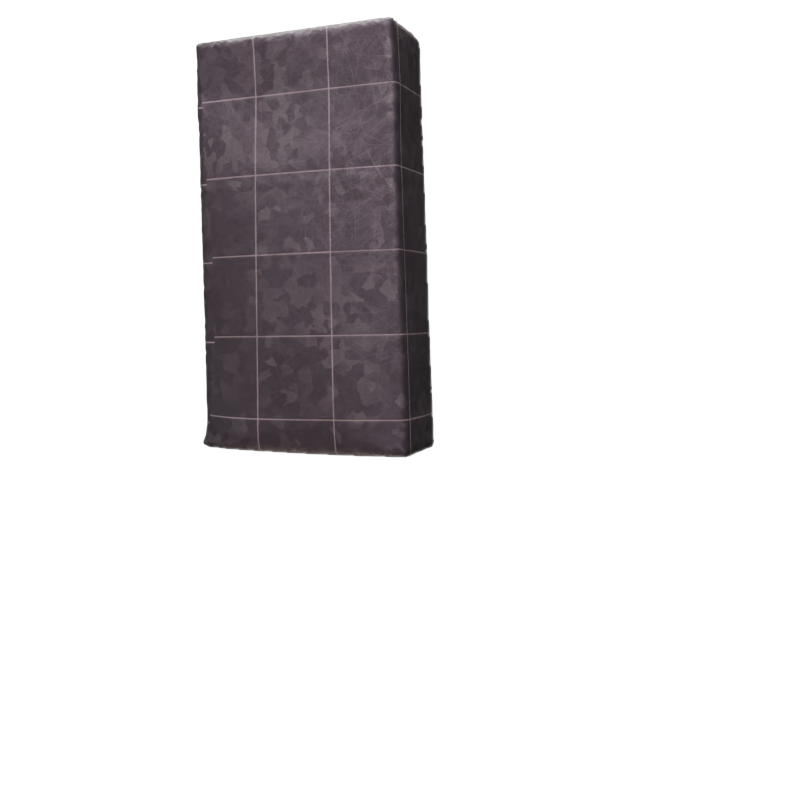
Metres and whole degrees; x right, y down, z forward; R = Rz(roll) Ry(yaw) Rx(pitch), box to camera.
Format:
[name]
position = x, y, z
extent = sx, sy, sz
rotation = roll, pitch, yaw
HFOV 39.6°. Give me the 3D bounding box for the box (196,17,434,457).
[box]
position = -0.037, -0.067, 0.473
extent = 0.096, 0.179, 0.046
rotation = -2, -5, 22
